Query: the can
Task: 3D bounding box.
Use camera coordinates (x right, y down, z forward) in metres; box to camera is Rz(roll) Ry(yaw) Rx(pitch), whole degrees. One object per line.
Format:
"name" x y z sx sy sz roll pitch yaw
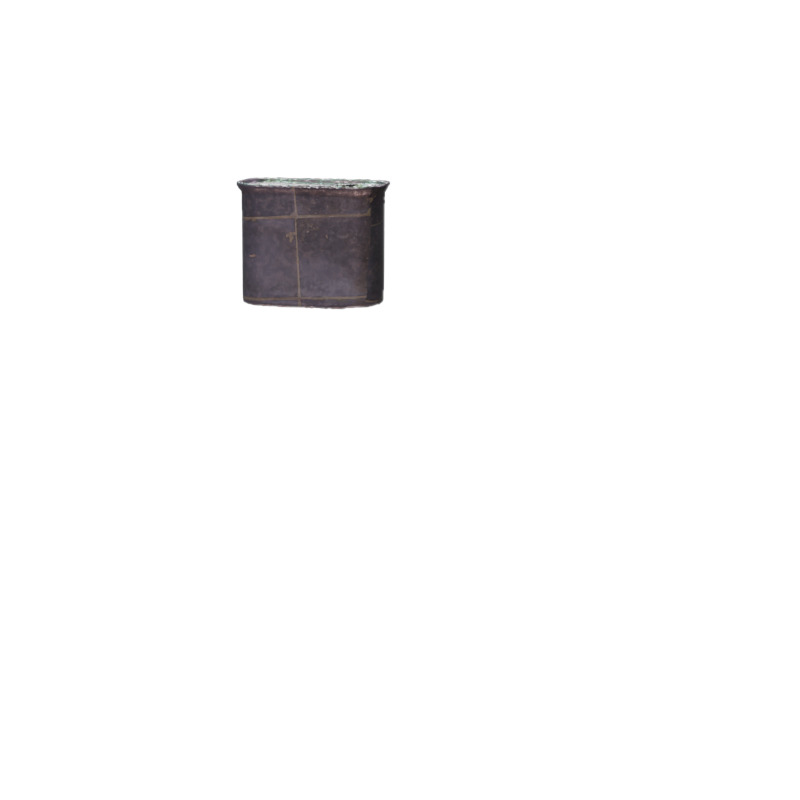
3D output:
"can" -0.059 -0.109 0.761 0.104 0.082 0.058 3 11 12
